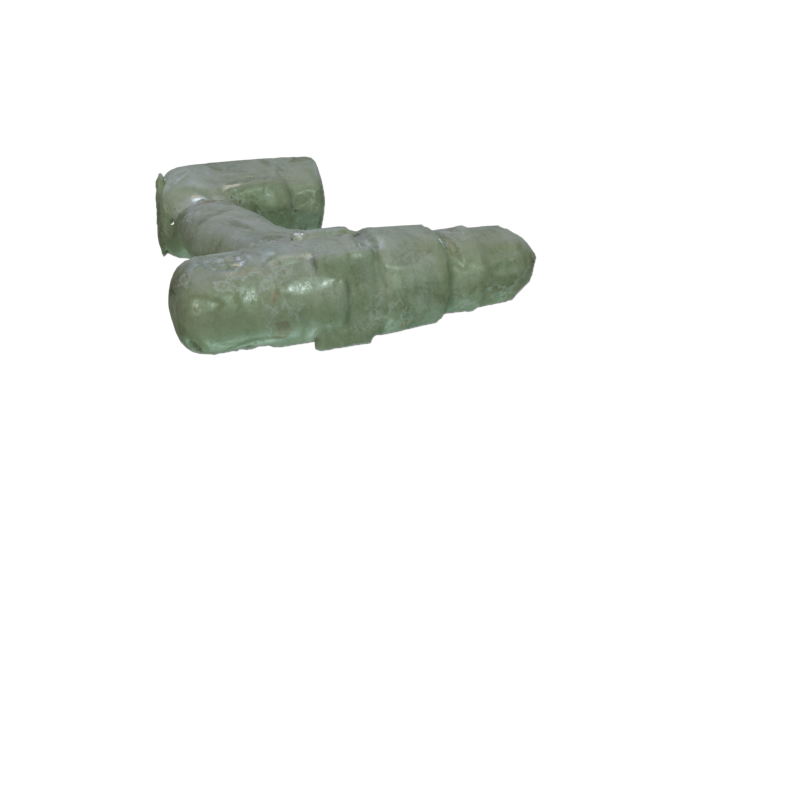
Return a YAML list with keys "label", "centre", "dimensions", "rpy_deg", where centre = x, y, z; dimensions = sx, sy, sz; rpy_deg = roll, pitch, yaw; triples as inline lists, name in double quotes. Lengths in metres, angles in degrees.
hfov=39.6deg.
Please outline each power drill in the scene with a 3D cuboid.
- label: "power drill"
  centre: [-0.047, -0.085, 0.595]
  dimensions: [0.181, 0.055, 0.200]
  rpy_deg: [-9, 24, -20]
